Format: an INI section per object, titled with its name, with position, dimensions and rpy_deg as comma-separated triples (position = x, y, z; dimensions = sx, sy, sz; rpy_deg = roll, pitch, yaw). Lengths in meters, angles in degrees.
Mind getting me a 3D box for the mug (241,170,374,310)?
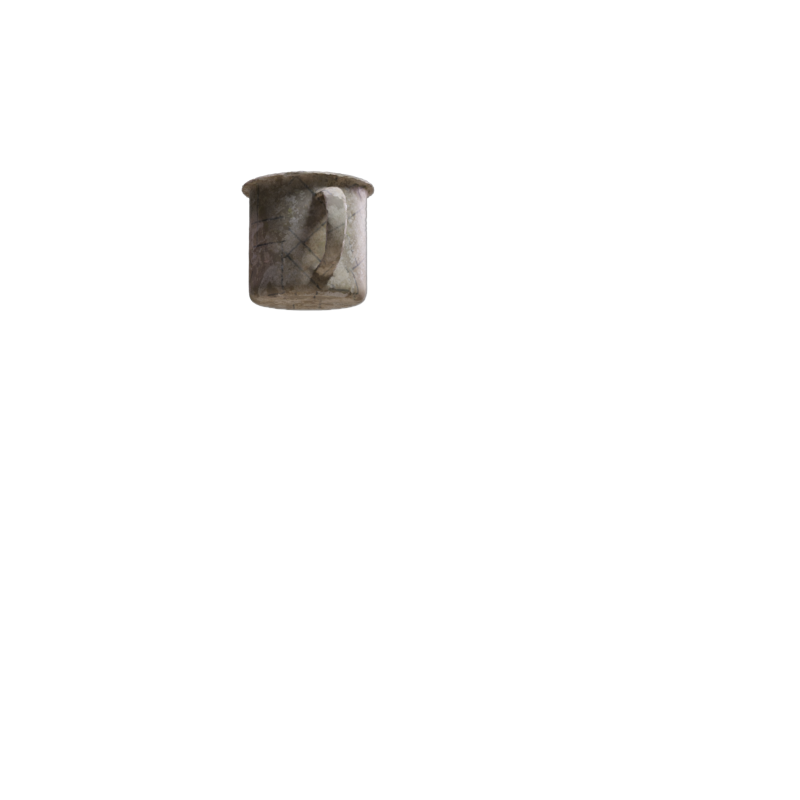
[mug]
position = -0.059, -0.108, 0.756
dimensions = 0.091, 0.084, 0.118
rpy_deg = 3, -8, -21
